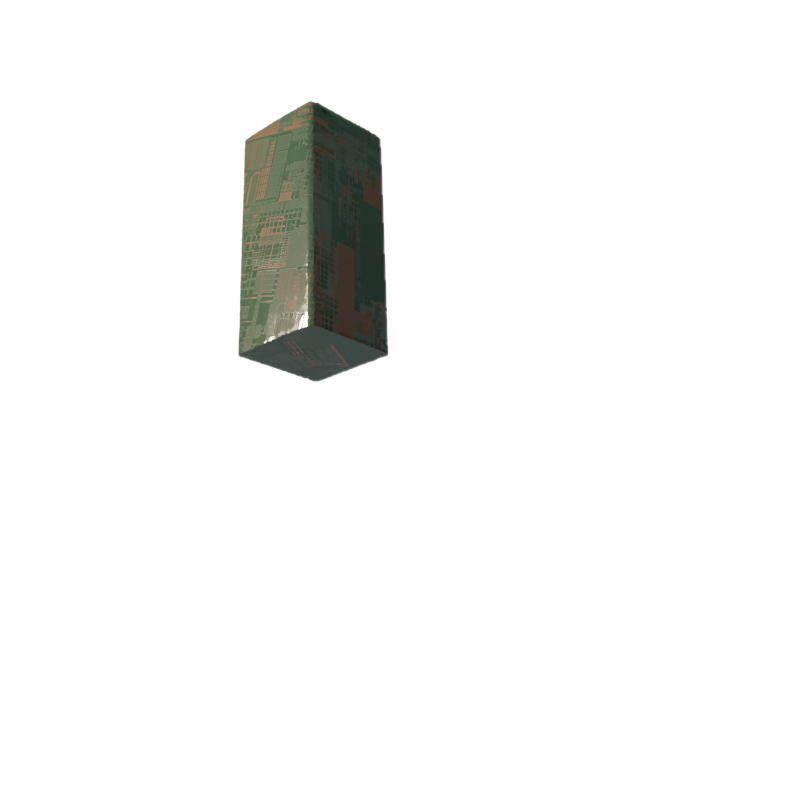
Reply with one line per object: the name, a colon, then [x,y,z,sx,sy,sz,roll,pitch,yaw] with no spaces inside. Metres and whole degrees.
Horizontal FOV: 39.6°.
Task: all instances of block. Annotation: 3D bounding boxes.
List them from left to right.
block: [-0.073,-0.134,0.939,0.091,0.218,0.085,-24,-33,38]
